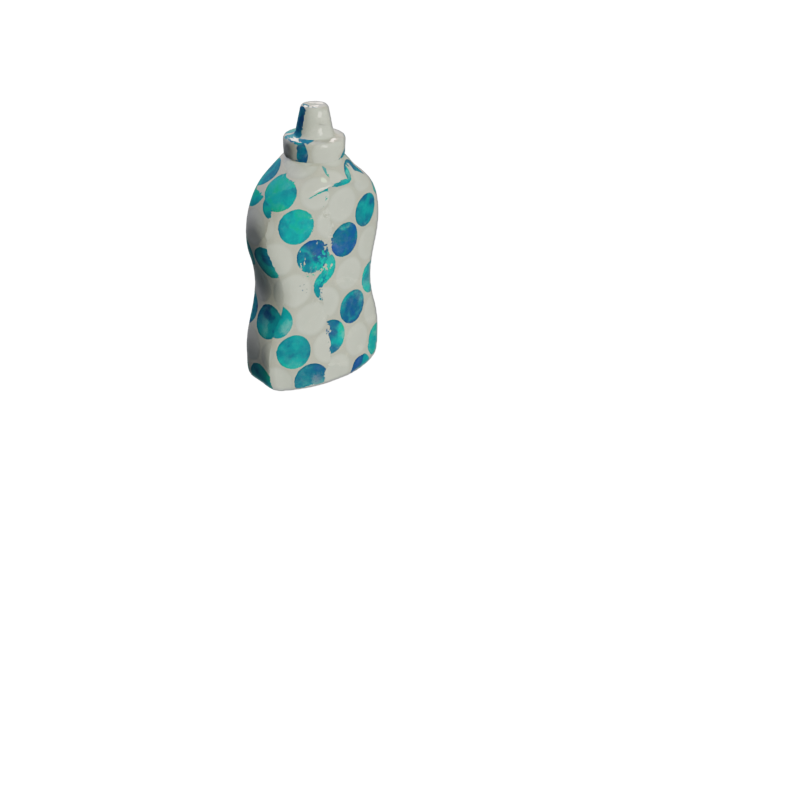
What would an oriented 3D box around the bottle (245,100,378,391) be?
[{"bbox_3d":[-0.058,-0.107,0.747,0.094,0.182,0.062,-16,30,-34],"label":"bottle"}]
